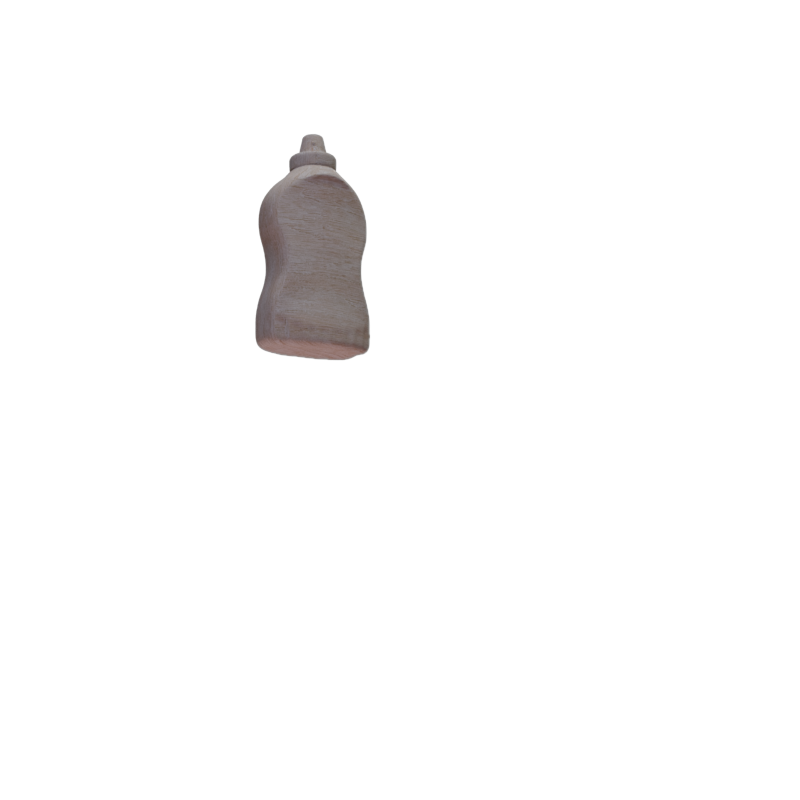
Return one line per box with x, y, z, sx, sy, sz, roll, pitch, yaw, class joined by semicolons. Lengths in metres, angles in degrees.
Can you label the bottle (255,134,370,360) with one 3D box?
-0.074;-0.134;0.938;0.092;0.199;0.058;8;-18;-29;bottle
